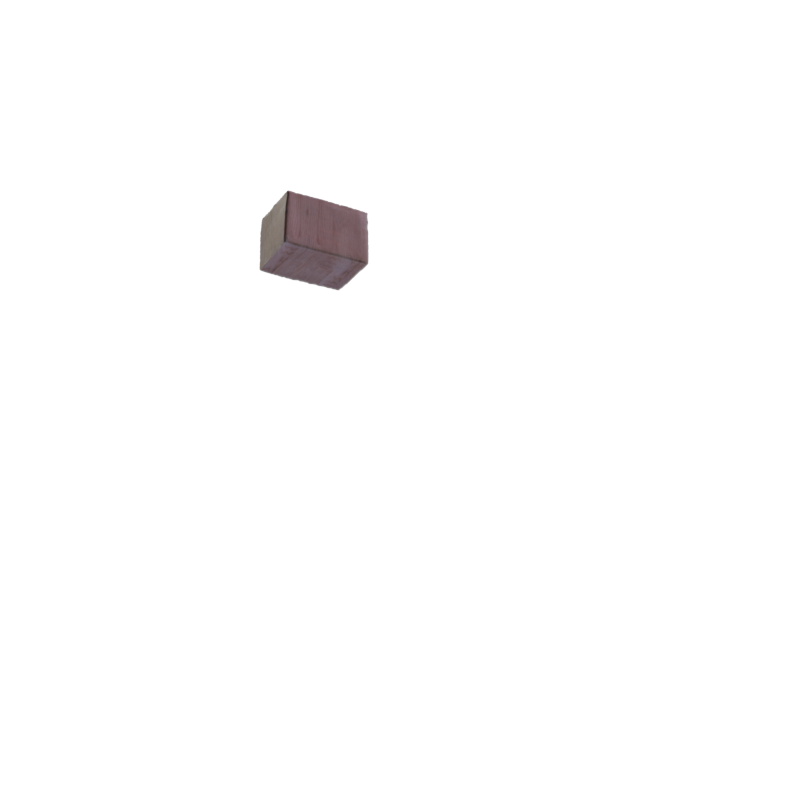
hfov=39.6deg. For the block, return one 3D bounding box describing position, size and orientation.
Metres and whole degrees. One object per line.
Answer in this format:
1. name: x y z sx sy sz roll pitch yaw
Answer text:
1. block: -0.072 -0.132 0.921 0.075 0.054 0.052 13 -31 -25
